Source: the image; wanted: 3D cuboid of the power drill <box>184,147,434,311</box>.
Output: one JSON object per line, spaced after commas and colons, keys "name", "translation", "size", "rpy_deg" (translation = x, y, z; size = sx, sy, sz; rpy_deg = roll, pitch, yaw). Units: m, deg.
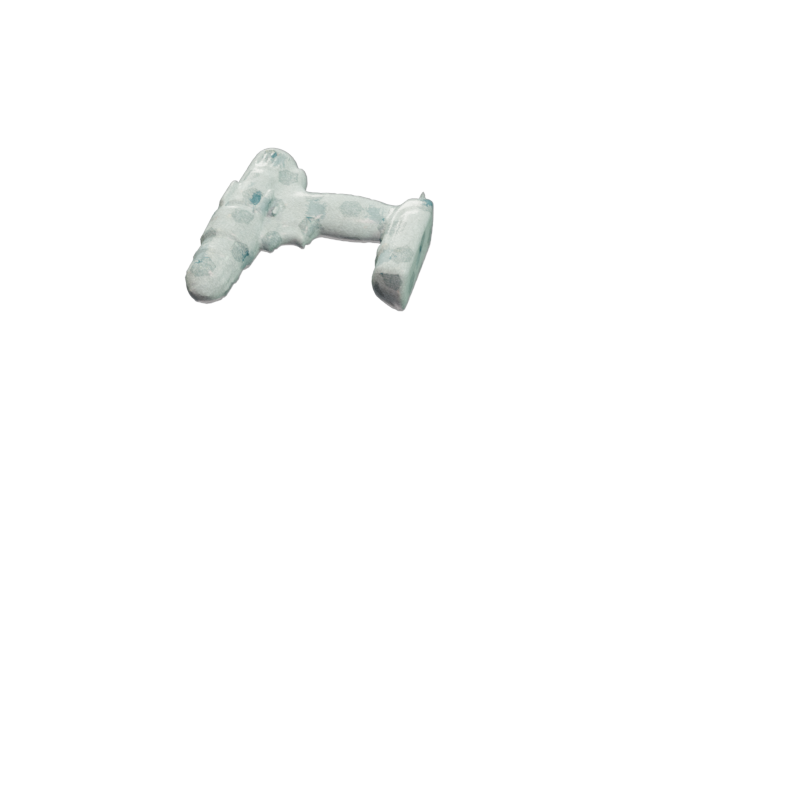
{"name": "power drill", "translation": [-0.075, -0.137, 0.963], "size": [0.192, 0.193, 0.053], "rpy_deg": [15, -38, 12]}
